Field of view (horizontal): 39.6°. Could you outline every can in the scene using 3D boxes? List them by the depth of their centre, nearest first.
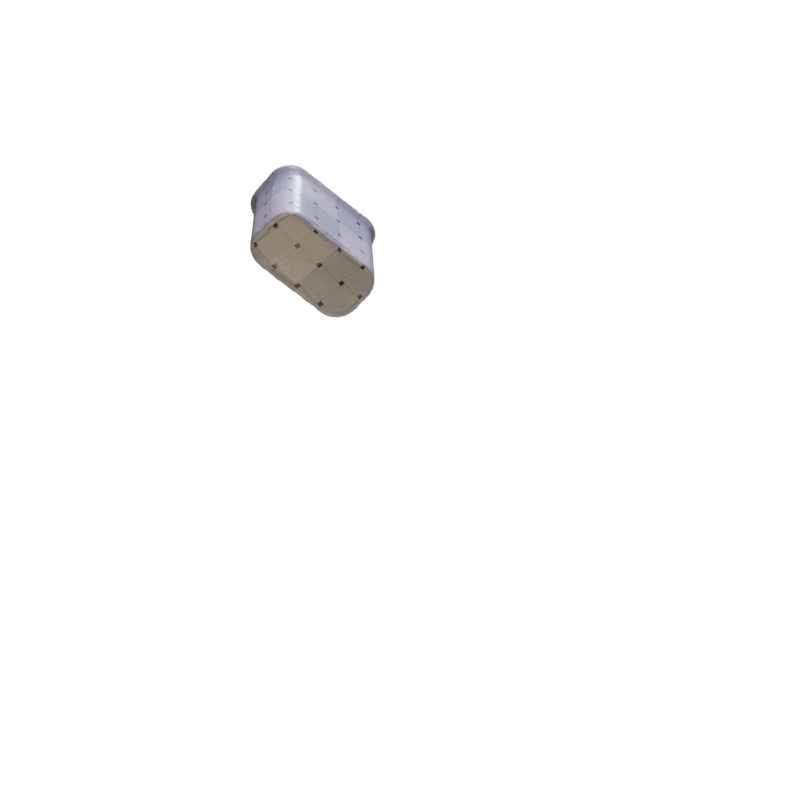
[{"bbox_3d":[-0.066,-0.121,0.848,0.098,0.056,0.089,36,23,-20],"label":"can"}]
